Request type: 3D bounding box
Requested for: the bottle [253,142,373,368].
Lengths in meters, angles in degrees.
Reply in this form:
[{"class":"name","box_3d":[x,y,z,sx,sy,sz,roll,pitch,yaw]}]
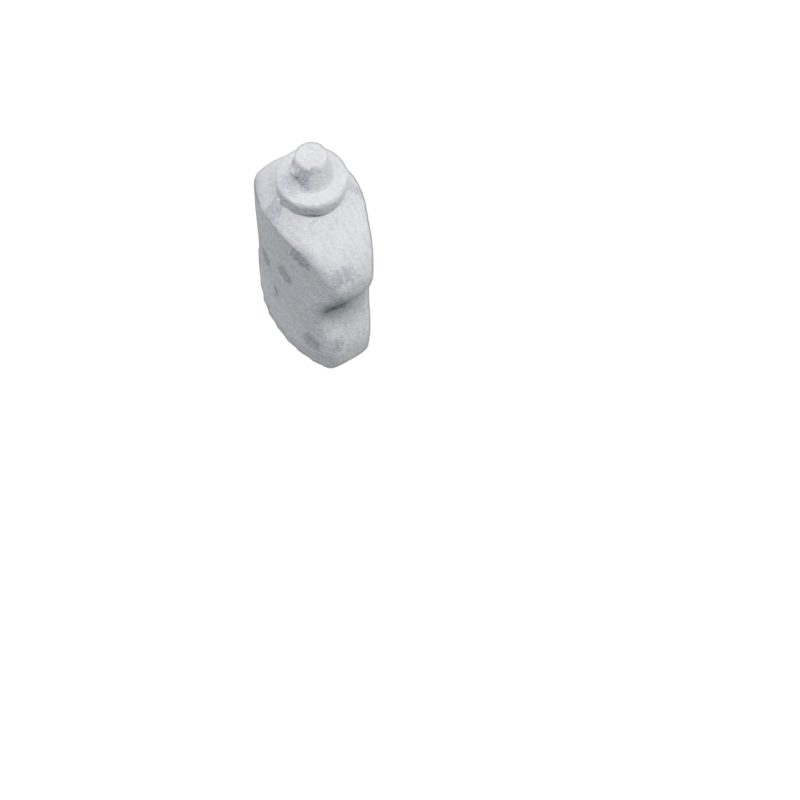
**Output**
[{"class":"bottle","box_3d":[-0.054,-0.098,0.686,0.058,0.102,0.181,-27,-20,-15]}]
